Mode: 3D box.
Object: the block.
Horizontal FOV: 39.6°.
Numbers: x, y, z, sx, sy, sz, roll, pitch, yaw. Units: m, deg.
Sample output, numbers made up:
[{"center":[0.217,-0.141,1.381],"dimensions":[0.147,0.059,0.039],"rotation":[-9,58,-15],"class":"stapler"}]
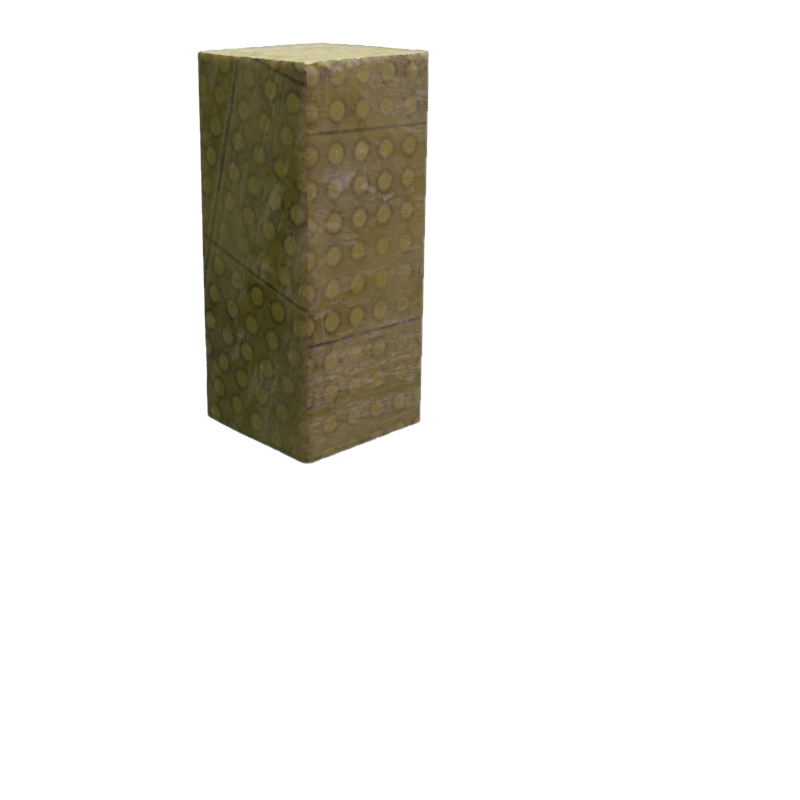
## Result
[{"center":[-0.047,-0.086,0.602],"dimensions":[0.089,0.199,0.095],"rotation":[-13,21,-42],"class":"block"}]
